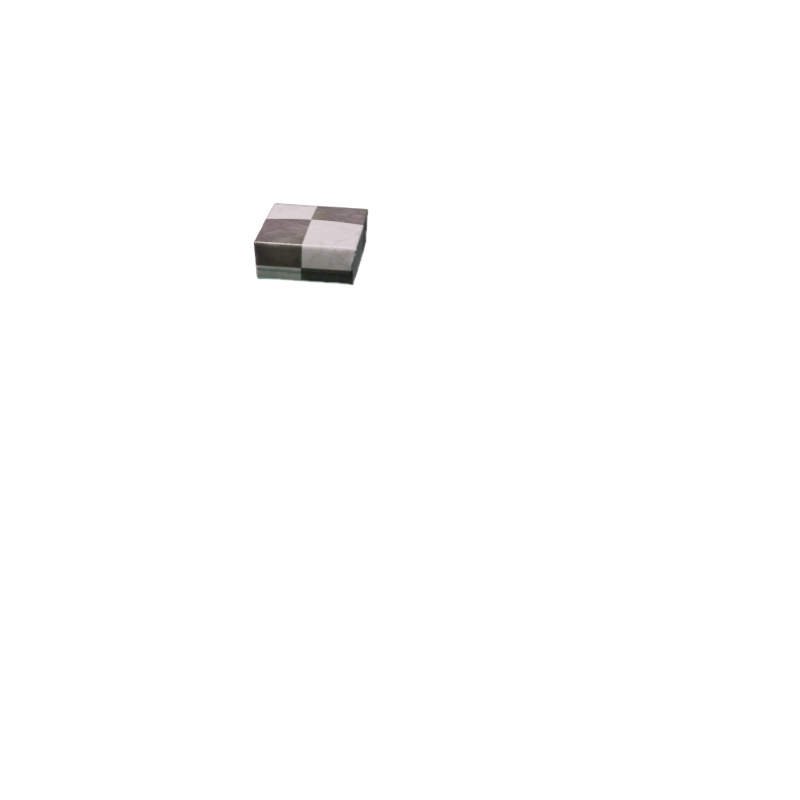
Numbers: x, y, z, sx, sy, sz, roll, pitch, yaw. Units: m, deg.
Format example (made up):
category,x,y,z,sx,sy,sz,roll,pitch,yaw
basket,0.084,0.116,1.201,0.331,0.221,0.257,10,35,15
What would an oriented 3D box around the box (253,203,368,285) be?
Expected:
category,x,y,z,sx,sy,sz,roll,pitch,yaw
box,-0.078,-0.142,0.997,0.091,0.037,0.119,3,29,4
